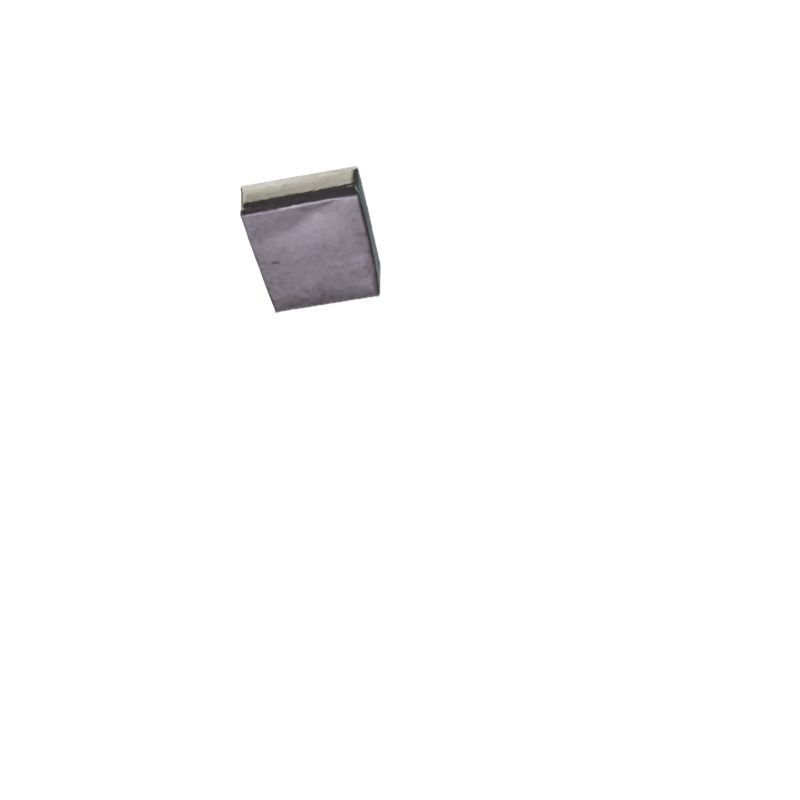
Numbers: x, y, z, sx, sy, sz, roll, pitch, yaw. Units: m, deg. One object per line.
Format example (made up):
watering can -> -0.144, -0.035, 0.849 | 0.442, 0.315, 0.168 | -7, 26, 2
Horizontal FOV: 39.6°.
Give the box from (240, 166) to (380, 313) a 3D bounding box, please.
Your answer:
box -> -0.066, -0.121, 0.849 | 0.090, 0.042, 0.105 | -7, -44, 7
